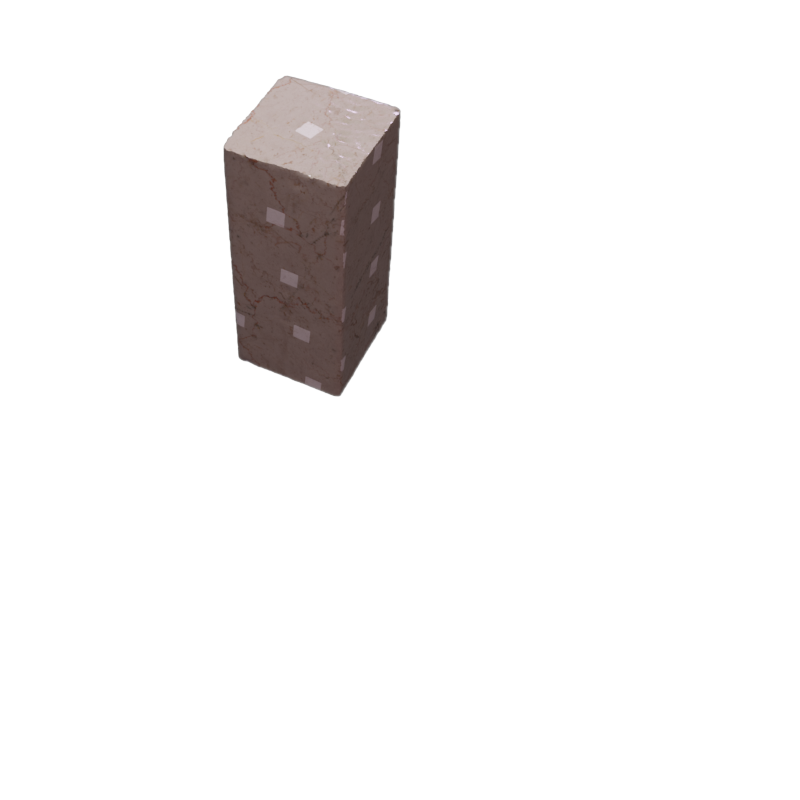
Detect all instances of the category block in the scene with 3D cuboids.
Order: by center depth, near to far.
[{"bbox_3d":[-0.062,-0.112,0.785,0.093,0.094,0.192,20,-39,14],"label":"block"}]
